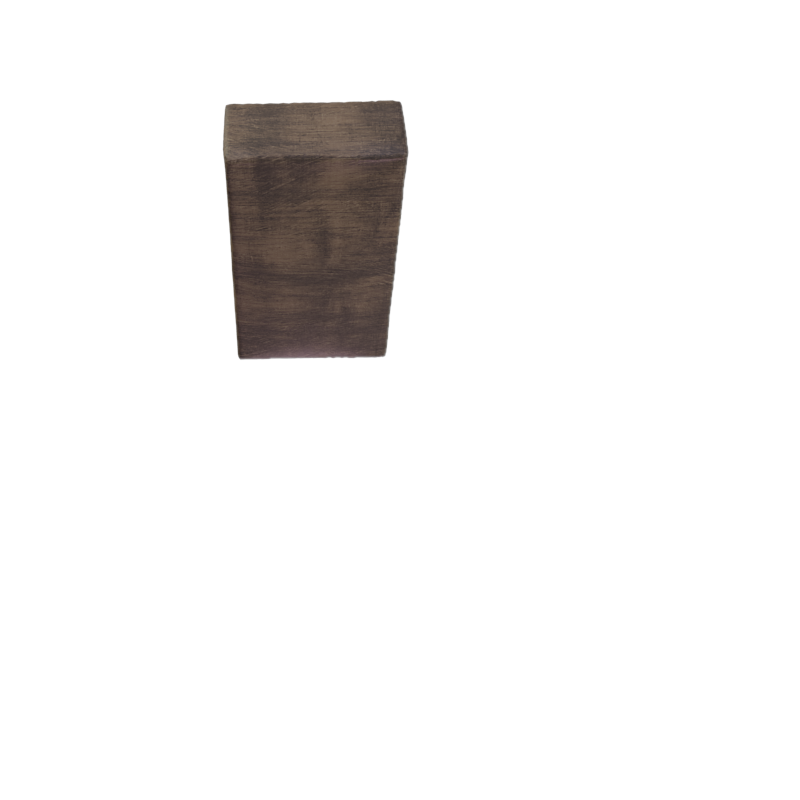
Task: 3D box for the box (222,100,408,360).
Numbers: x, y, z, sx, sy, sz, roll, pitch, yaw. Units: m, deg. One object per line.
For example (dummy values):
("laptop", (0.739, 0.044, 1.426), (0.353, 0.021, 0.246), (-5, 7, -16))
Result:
("box", (-0.048, -0.088, 0.616), (0.093, 0.051, 0.165), (-1, -32, -4))
